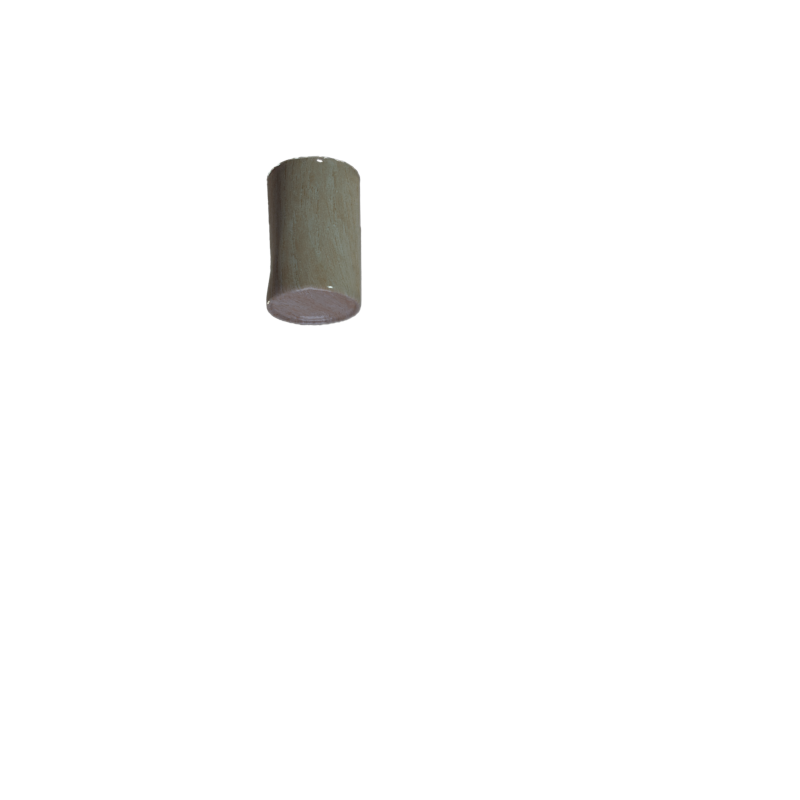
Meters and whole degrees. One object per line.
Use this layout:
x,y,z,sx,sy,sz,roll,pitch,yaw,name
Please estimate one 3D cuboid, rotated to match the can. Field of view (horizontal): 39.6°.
-0.061,-0.112,0.782,0.068,0.108,0.065,0,-23,-2,can
